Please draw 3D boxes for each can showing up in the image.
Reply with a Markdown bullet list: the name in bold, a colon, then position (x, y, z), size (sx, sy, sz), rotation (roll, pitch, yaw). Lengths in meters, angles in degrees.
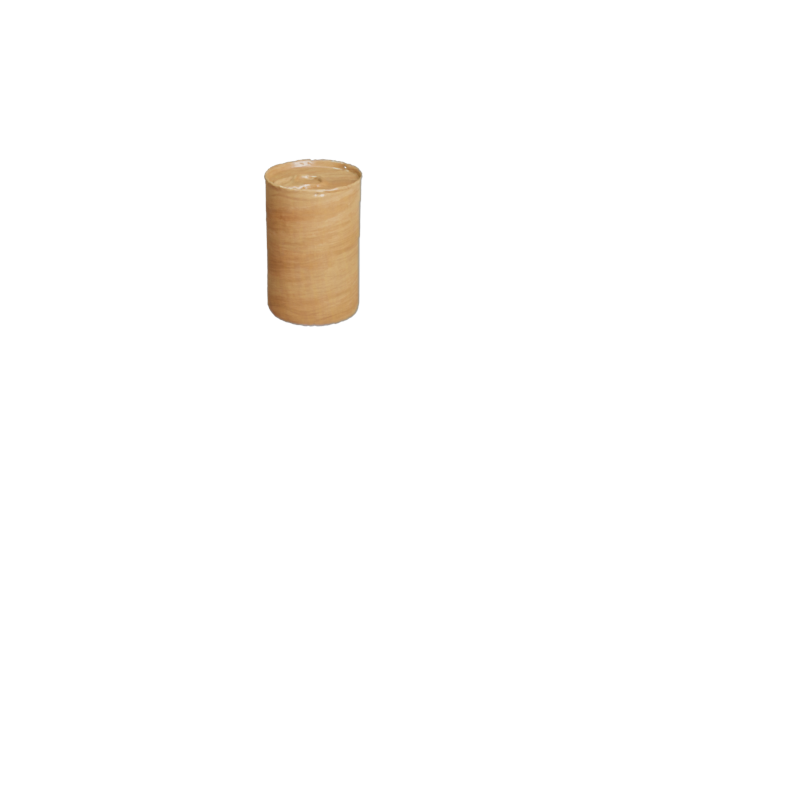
- **can**: position (-0.061, -0.112, 0.783), size (0.068, 0.097, 0.072), rotation (0, 25, -2)
